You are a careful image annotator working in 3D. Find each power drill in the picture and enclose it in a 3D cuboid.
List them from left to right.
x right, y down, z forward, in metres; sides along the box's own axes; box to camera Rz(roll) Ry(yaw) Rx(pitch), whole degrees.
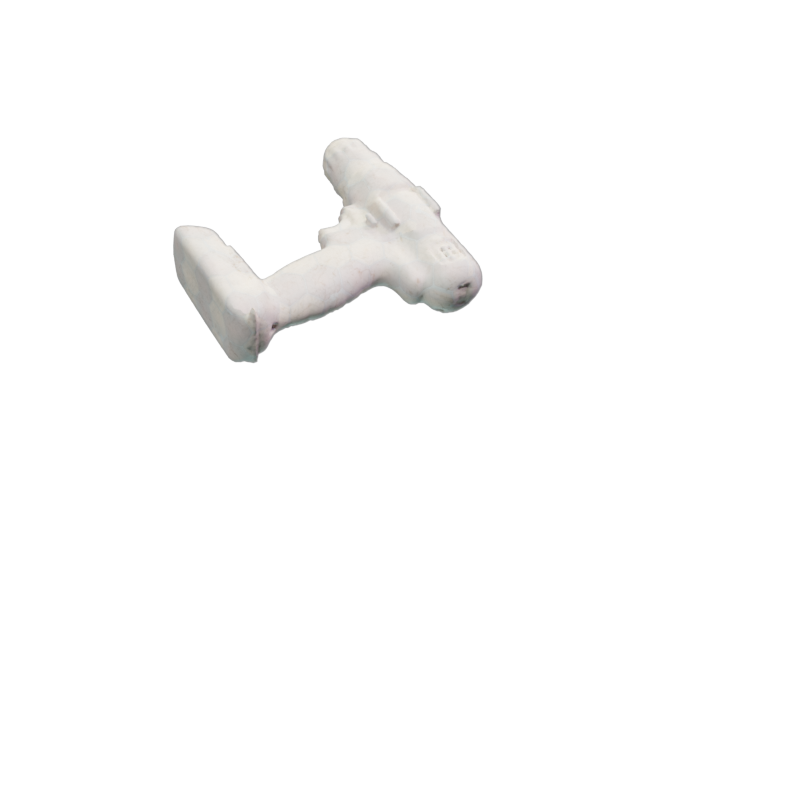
[{"bbox_3d":[-0.062,-0.112,0.788,0.186,0.053,0.199,-22,49,-20],"label":"power drill"}]
